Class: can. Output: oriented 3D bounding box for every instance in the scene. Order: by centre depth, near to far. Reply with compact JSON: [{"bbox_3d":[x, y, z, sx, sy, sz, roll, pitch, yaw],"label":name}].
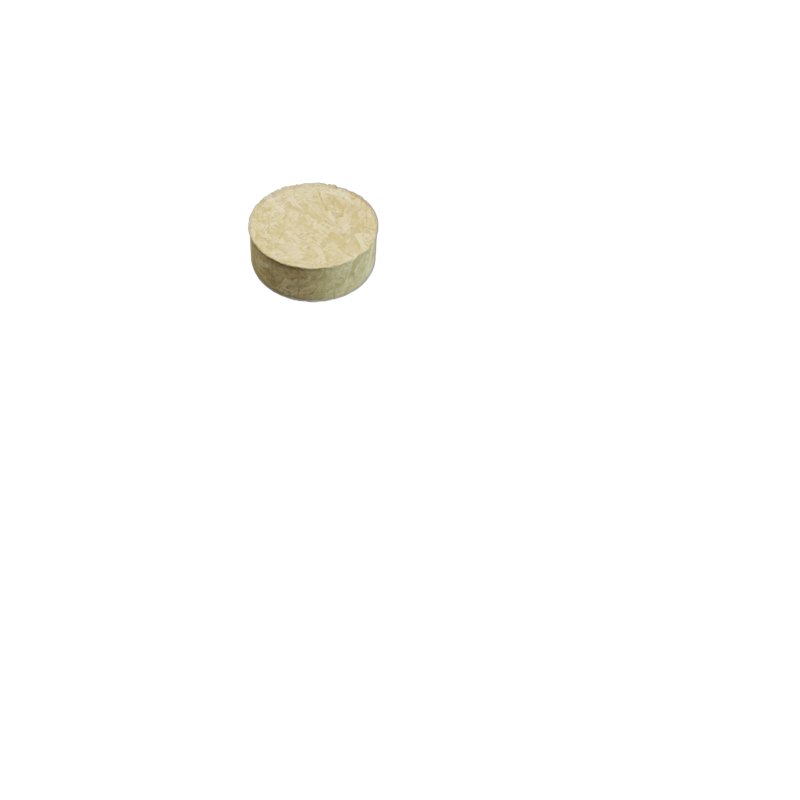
[{"bbox_3d":[-0.058,-0.105,0.739,0.086,0.092,0.031,-1,-44,-1],"label":"can"}]
